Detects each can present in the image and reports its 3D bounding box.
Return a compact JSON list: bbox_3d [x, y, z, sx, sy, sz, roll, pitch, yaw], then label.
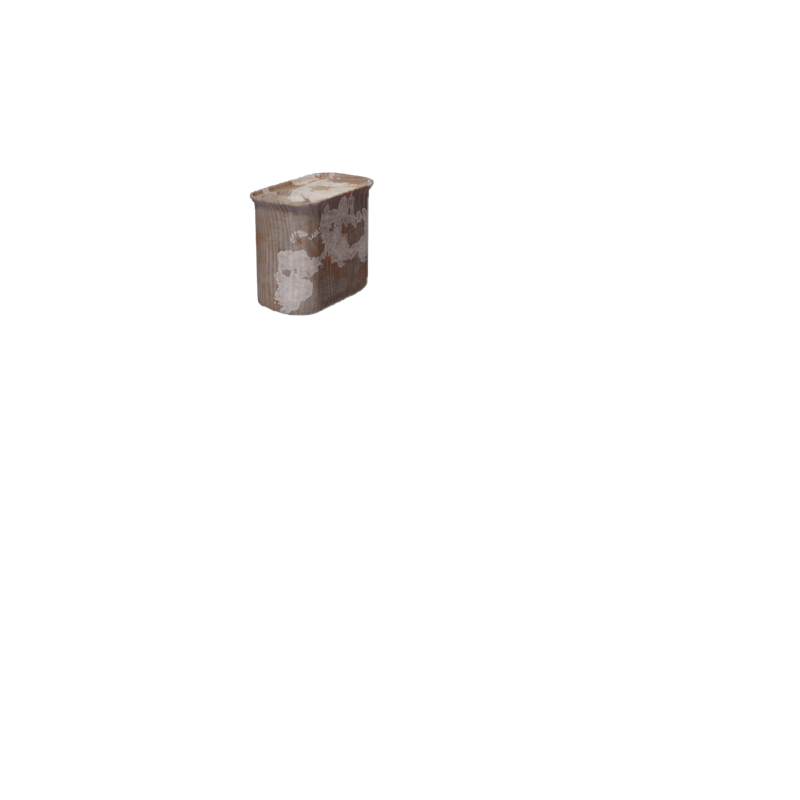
[{"bbox_3d":[-0.064,-0.117,0.817,0.060,0.080,0.101,12,23,29],"label":"can"}]
